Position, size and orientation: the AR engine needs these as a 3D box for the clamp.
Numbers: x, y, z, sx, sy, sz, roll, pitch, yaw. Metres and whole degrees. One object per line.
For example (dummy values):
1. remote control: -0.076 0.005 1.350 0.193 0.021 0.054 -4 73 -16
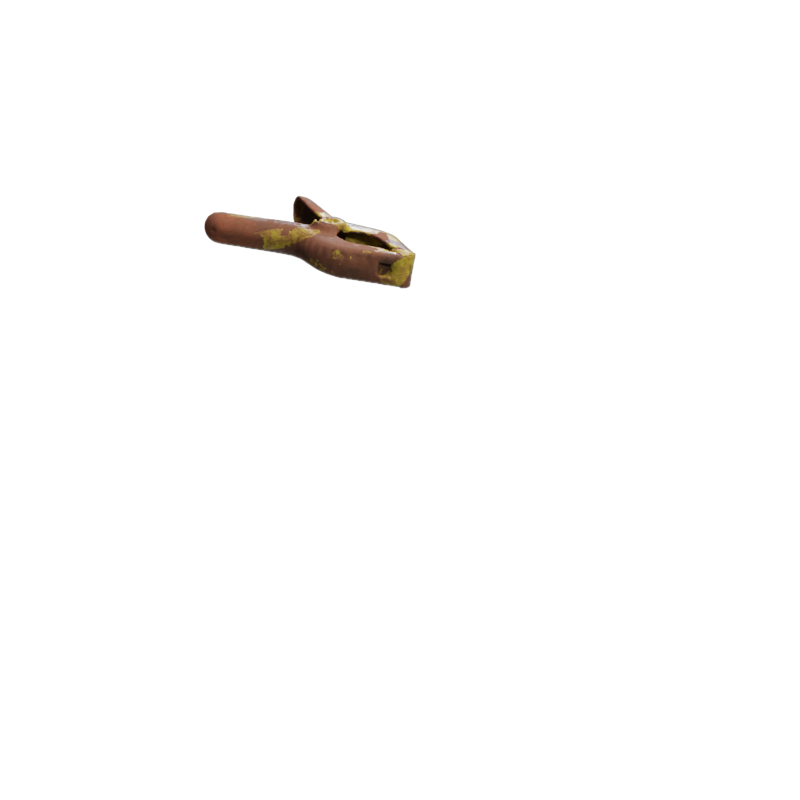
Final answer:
1. clamp: -0.068 -0.125 0.873 0.118 0.037 0.183 -21 33 -37
